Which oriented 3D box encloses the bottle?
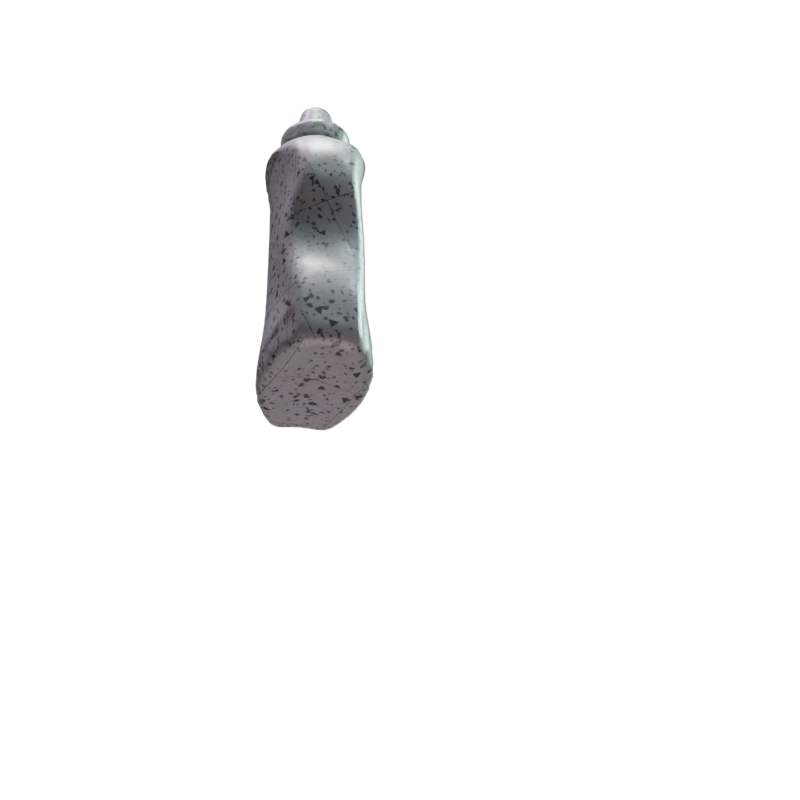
[{"bbox_3d":[-0.048,-0.088,0.616,0.058,0.205,0.091,4,-35,-10],"label":"bottle"}]
